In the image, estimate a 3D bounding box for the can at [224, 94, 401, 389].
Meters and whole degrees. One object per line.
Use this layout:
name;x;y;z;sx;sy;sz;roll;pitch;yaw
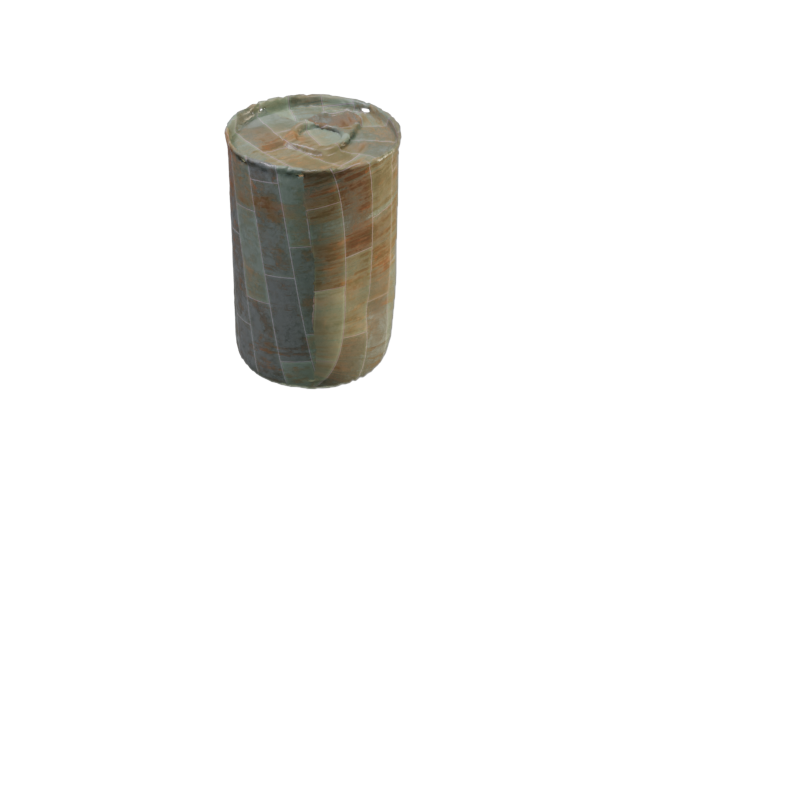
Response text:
can;-0.035;-0.064;0.452;0.068;0.096;0.073;0;35;-3
